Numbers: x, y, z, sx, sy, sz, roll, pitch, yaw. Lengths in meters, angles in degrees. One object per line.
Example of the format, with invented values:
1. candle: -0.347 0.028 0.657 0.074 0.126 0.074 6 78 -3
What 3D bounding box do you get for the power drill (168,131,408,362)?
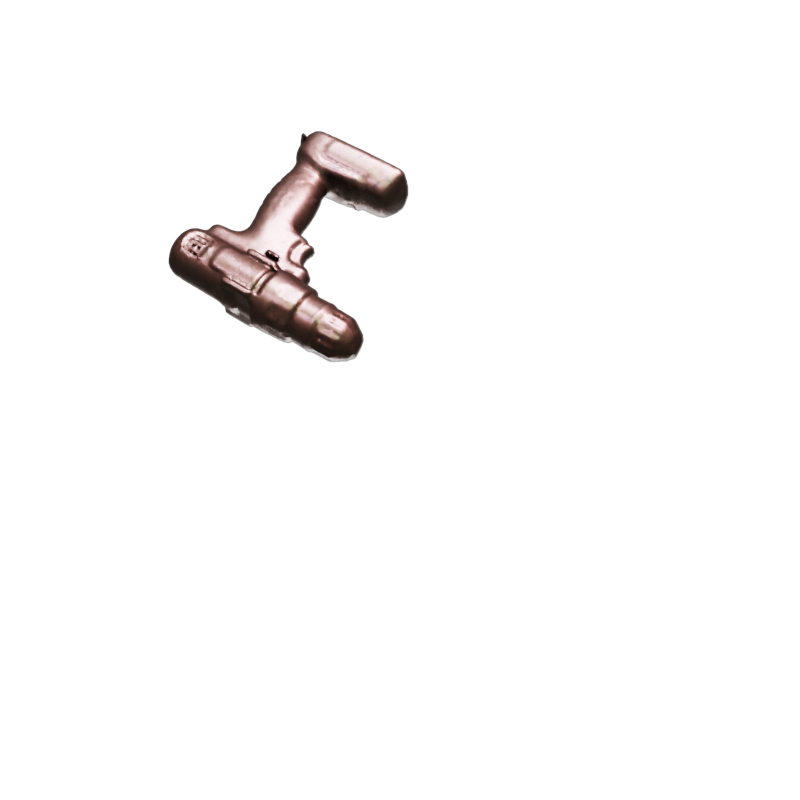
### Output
1. power drill: -0.073 -0.133 0.932 0.193 0.192 0.054 29 -31 19
